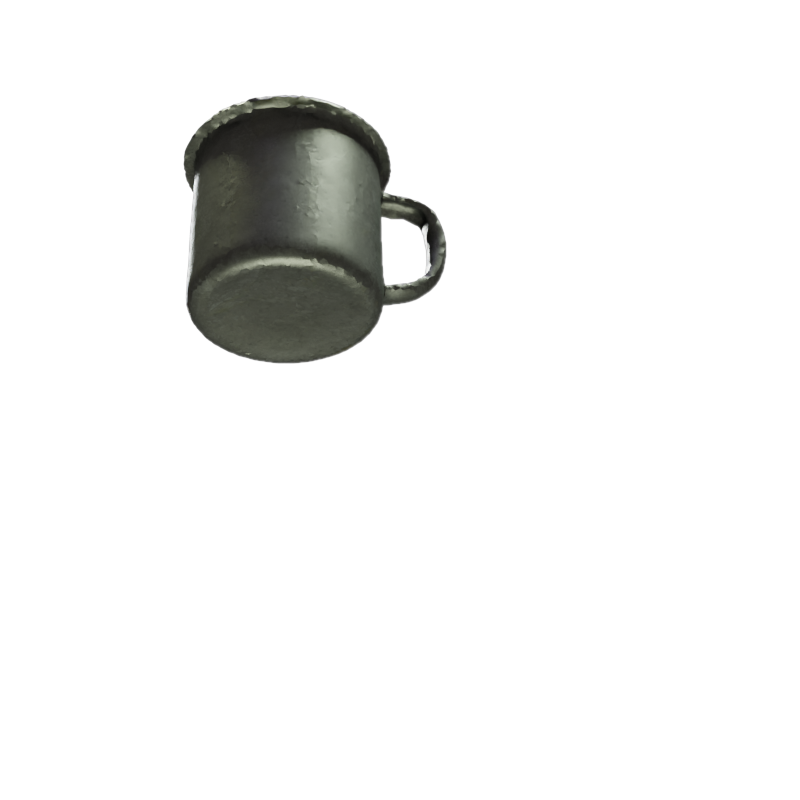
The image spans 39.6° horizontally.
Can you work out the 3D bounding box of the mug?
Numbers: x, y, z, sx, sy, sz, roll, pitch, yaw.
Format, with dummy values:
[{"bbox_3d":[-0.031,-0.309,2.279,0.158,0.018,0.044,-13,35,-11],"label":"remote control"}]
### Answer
[{"bbox_3d":[-0.037,-0.068,0.477,0.115,0.087,0.089,7,-35,-12],"label":"mug"}]
